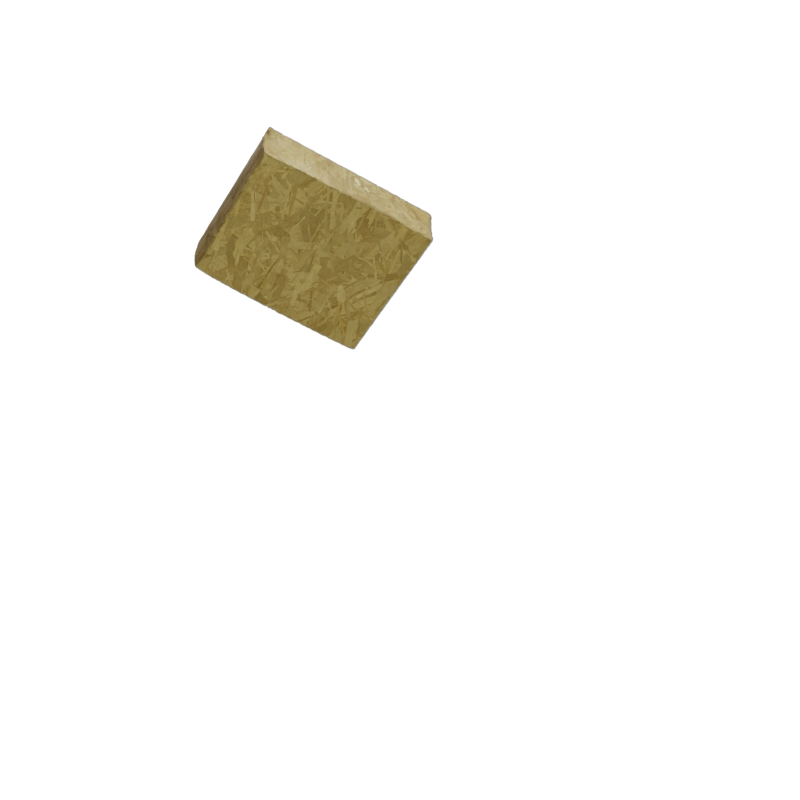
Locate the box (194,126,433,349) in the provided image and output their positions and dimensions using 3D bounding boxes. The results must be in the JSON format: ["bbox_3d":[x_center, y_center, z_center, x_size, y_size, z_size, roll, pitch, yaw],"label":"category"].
[{"bbox_3d":[-0.051,-0.092,0.646,0.110,0.087,0.041,27,28,-16],"label":"box"}]
